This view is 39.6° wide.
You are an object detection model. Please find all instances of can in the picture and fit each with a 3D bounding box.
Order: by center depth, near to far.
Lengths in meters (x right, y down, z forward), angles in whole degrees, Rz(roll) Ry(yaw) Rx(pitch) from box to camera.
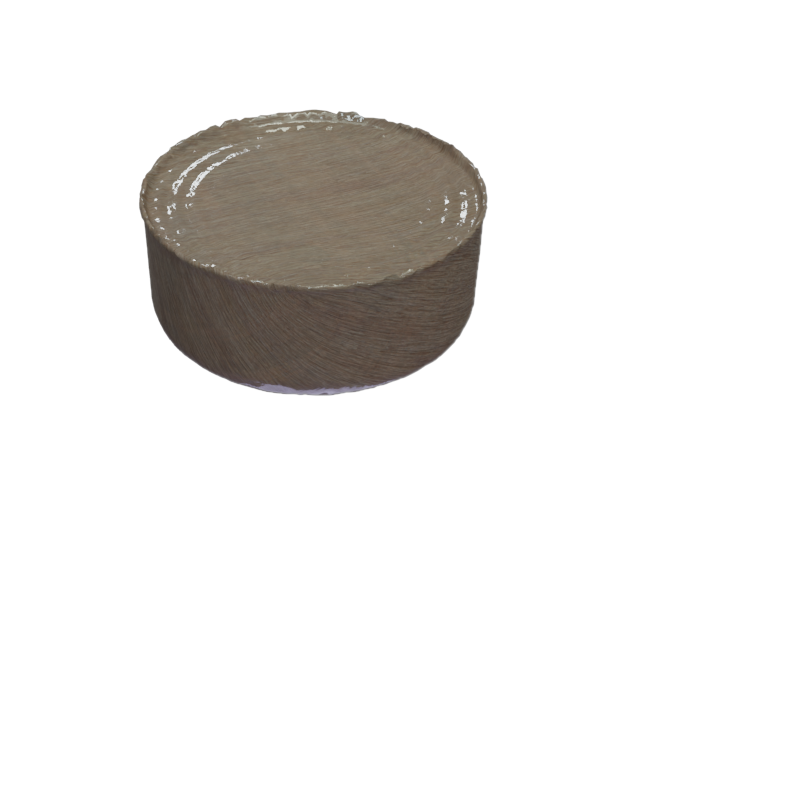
[{"bbox_3d":[-0.022,-0.040,0.283,0.086,0.031,0.092,-1,38,-2],"label":"can"}]
